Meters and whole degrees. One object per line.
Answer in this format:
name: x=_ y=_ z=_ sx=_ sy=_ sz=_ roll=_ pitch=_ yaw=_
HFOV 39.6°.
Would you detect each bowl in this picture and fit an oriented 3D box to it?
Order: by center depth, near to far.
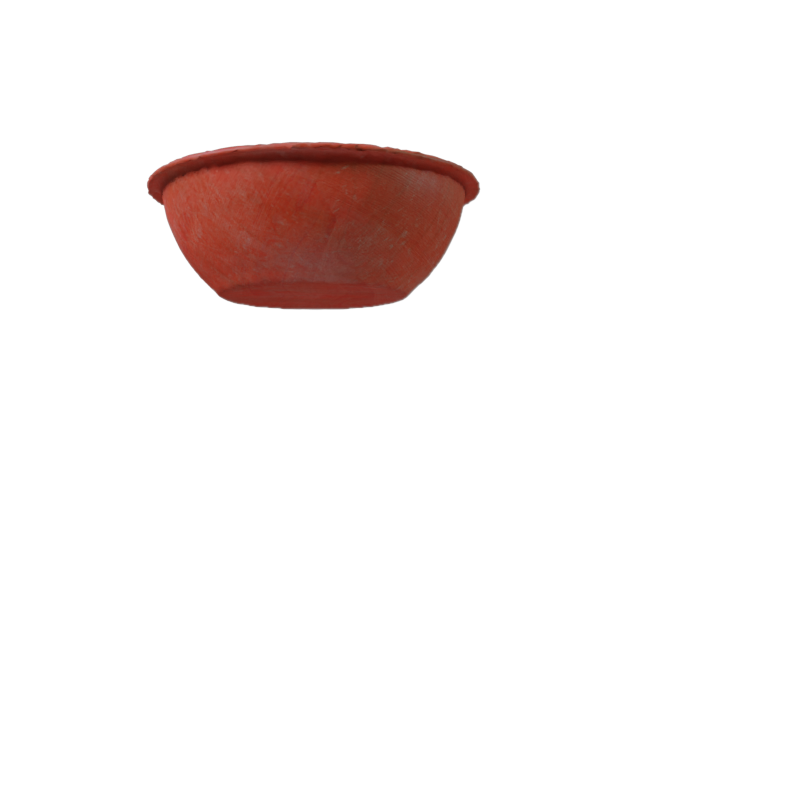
bowl: x=-0.042 y=-0.077 z=0.538 sx=0.162 sy=0.056 sz=0.159 roll=0 pitch=-4 yaw=-2
